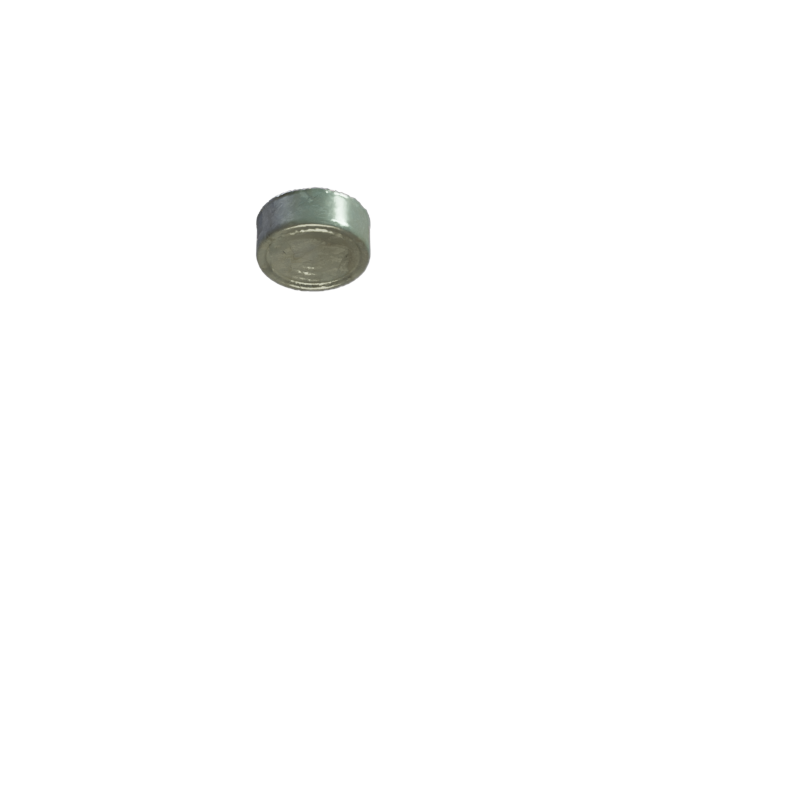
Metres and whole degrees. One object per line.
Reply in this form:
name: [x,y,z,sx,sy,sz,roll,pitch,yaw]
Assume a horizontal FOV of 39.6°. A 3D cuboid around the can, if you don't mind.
can: [-0.064,-0.117,0.819,0.086,0.036,0.080,1,-33,-2]
